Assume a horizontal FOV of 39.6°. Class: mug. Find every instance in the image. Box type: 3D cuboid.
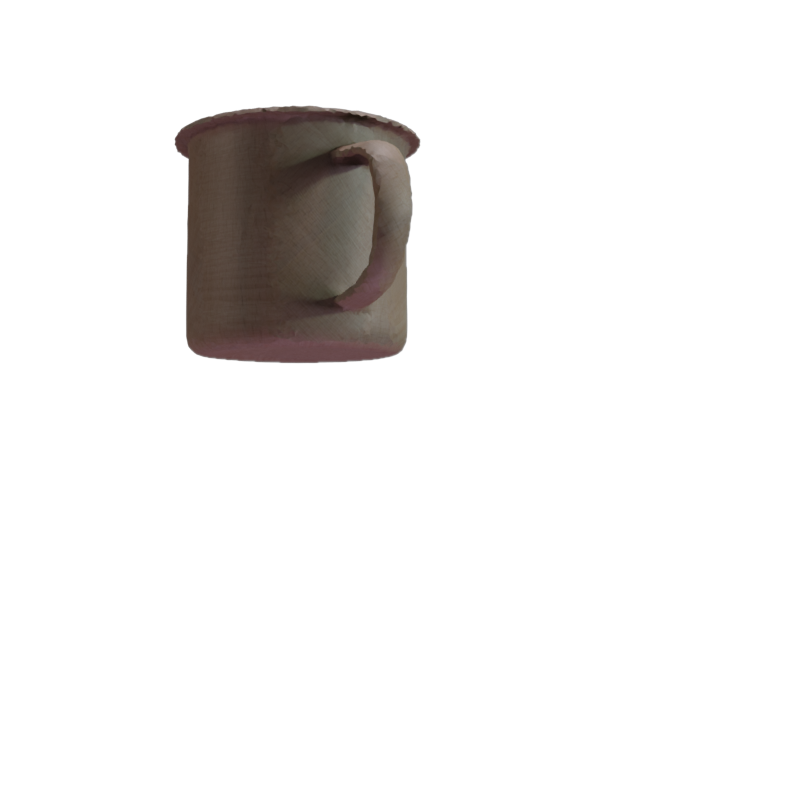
[{"bbox_3d":[-0.032,-0.058,0.404,0.089,0.083,0.120,4,-7,-33],"label":"mug"}]
